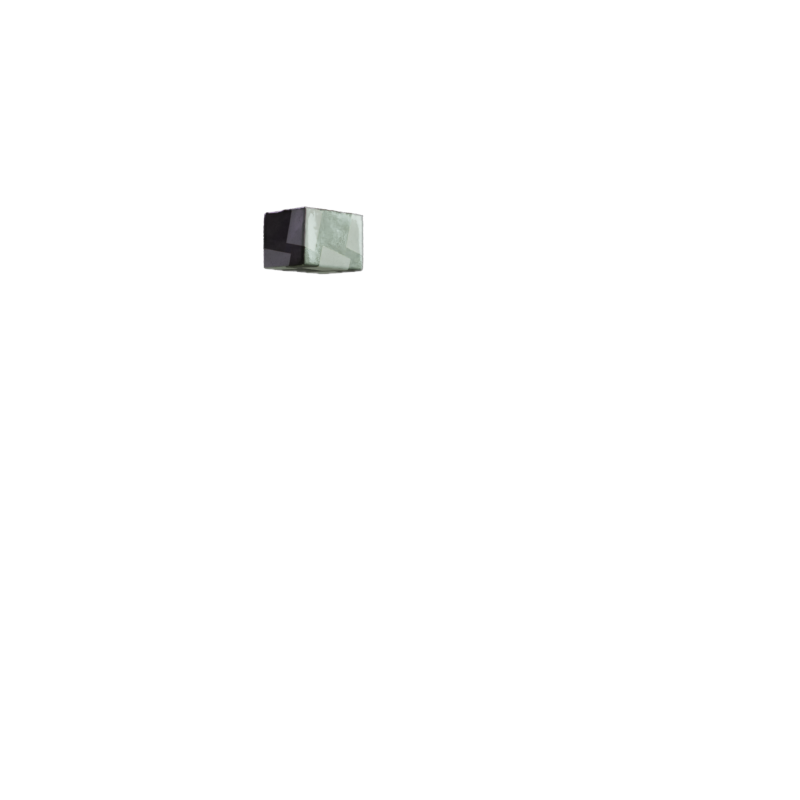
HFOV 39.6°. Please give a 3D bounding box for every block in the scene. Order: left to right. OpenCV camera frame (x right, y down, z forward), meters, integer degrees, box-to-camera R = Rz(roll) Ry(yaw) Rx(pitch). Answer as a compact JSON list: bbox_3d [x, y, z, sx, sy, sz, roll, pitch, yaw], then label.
[{"bbox_3d":[-0.077,-0.140,0.983,0.054,0.052,0.075,-2,-2,42],"label":"block"}]
